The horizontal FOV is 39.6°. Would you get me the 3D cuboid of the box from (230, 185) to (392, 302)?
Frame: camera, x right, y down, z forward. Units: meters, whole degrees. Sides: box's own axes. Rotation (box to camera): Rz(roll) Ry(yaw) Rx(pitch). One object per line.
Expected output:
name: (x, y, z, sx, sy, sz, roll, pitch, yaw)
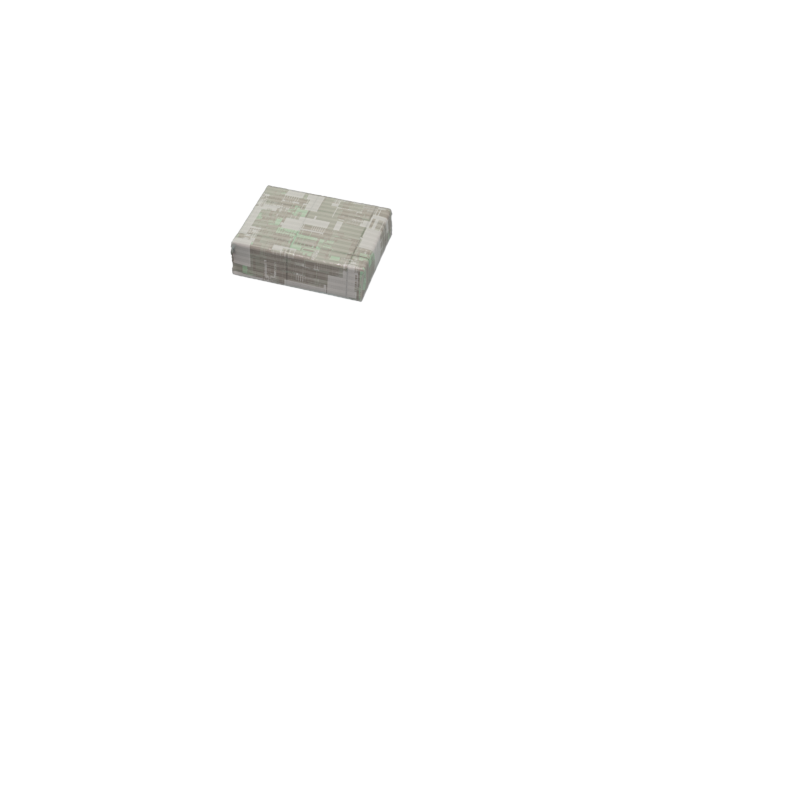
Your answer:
box: (-0.071, -0.130, 0.907, 0.116, 0.036, 0.094, 10, 40, 12)
